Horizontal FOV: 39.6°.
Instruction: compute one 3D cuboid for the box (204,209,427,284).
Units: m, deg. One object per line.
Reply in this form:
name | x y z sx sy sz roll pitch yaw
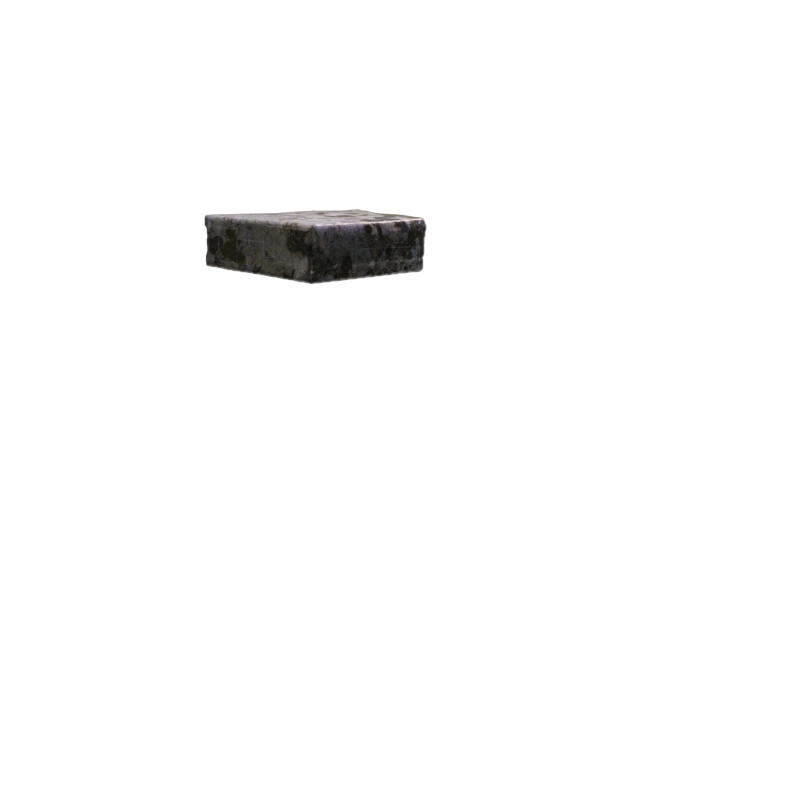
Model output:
box | -0.043 -0.079 0.554 0.071 0.030 0.094 -10 15 -41
